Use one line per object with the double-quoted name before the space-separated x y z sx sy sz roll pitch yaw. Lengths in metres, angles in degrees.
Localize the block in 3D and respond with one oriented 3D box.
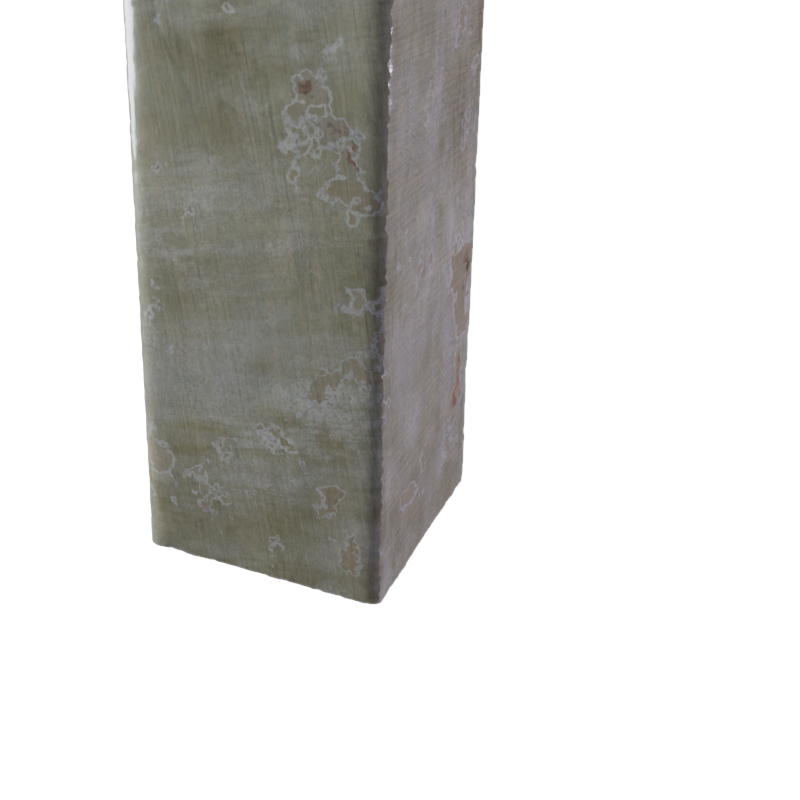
"block" -0.030 -0.054 0.376 0.093 0.197 0.092 9 22 20
